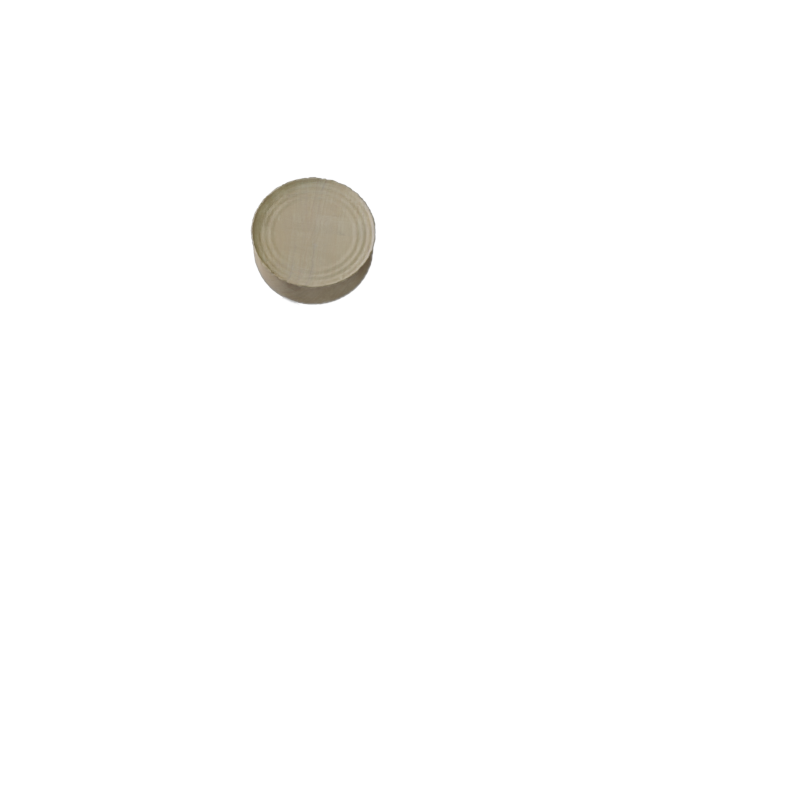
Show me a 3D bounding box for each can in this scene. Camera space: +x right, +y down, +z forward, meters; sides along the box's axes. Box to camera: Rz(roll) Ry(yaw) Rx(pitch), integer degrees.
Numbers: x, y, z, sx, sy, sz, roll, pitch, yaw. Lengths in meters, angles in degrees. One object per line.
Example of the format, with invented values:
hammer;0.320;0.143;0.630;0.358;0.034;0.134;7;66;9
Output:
can;-0.061;-0.110;0.773;0.086;0.091;0.032;-1;-26;-1
